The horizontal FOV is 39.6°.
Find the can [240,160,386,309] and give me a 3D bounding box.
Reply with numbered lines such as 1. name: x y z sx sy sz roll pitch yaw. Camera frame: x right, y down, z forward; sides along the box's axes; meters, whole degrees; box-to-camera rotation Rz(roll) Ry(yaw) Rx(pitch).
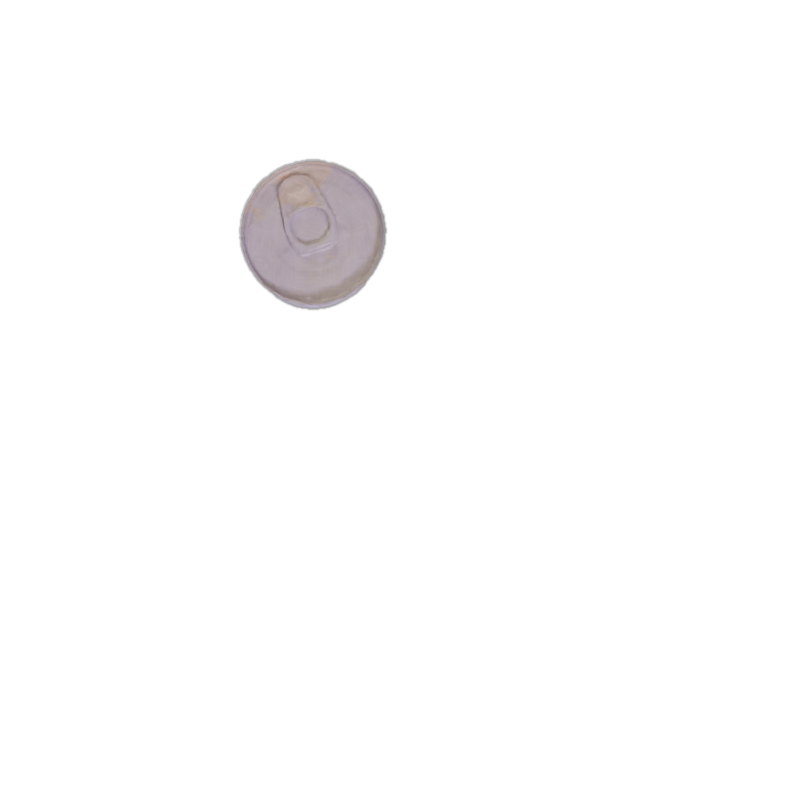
1. can: -0.044 -0.081 0.566 0.068 0.069 0.102 0 1 -3
